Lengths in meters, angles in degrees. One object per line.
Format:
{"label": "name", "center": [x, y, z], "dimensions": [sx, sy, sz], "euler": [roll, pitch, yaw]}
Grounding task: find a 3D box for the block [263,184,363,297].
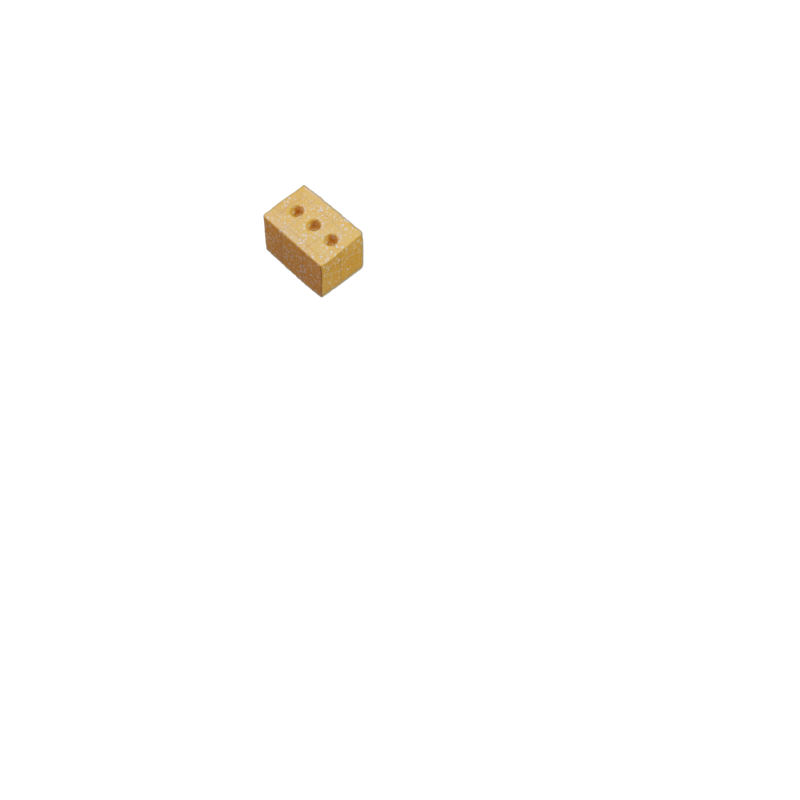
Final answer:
{"label": "block", "center": [-0.077, -0.141, 0.988], "dimensions": [0.053, 0.082, 0.048], "euler": [-39, -25, -23]}
